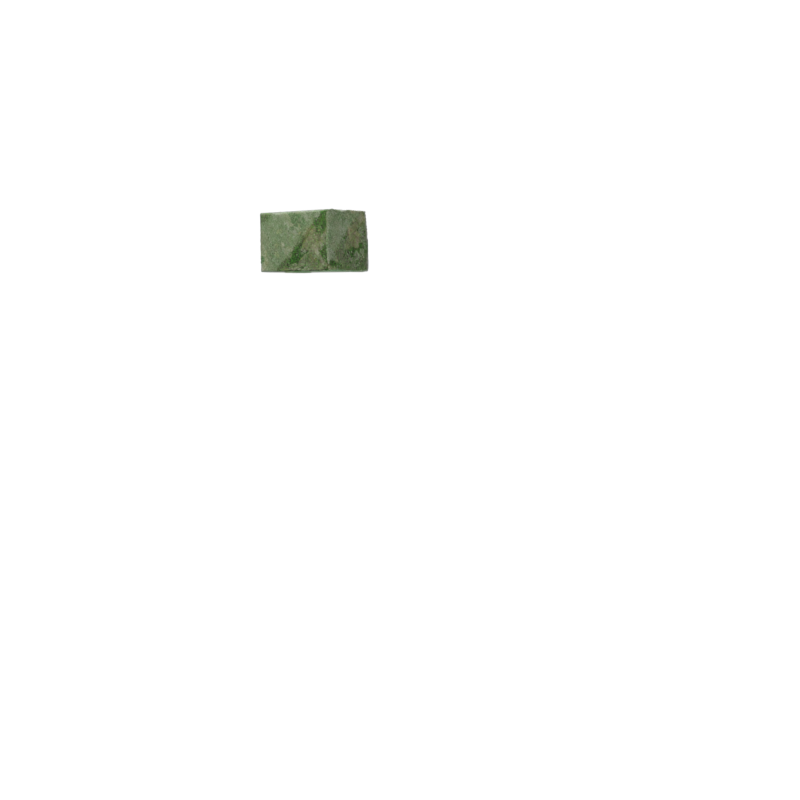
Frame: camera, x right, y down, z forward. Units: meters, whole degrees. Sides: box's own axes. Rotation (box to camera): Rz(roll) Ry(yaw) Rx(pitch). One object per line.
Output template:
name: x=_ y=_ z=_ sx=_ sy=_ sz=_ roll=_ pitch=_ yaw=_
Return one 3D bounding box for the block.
block: x=-0.073 y=-0.132 z=0.926 sx=0.081 sy=0.051 sz=0.051 roll=2 pitch=3 yaw=38
